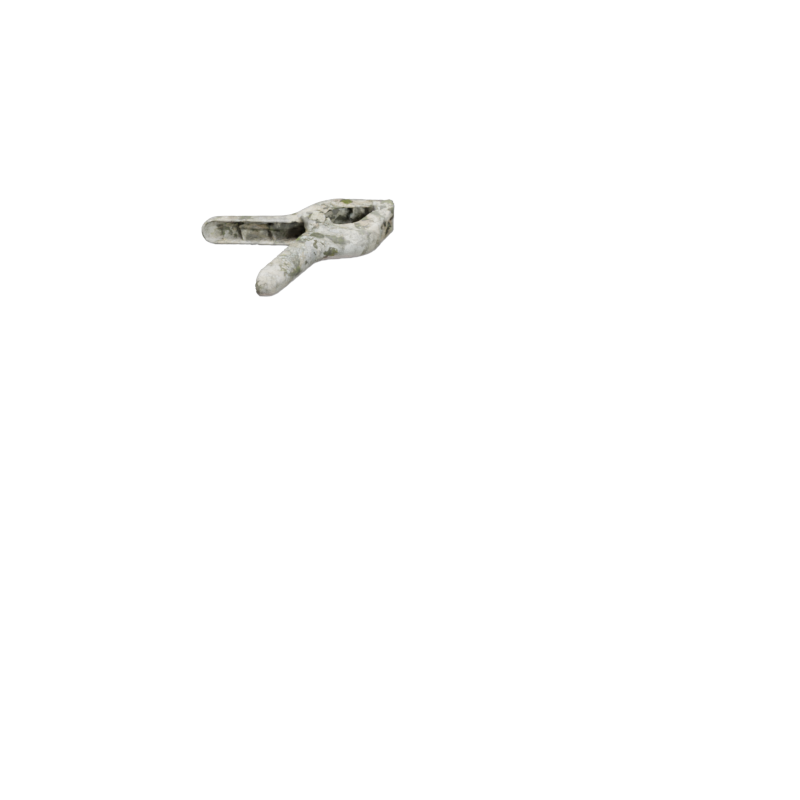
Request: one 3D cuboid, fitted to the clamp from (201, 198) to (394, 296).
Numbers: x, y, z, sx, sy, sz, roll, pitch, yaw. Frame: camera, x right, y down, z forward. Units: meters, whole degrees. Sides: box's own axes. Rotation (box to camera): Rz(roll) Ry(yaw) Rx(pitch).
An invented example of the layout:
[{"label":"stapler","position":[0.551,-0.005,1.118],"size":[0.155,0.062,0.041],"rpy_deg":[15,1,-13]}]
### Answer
[{"label":"clamp","position":[-0.075,-0.137,0.956],"size":[0.169,0.037,0.130],"rpy_deg":[-15,43,-17]}]
